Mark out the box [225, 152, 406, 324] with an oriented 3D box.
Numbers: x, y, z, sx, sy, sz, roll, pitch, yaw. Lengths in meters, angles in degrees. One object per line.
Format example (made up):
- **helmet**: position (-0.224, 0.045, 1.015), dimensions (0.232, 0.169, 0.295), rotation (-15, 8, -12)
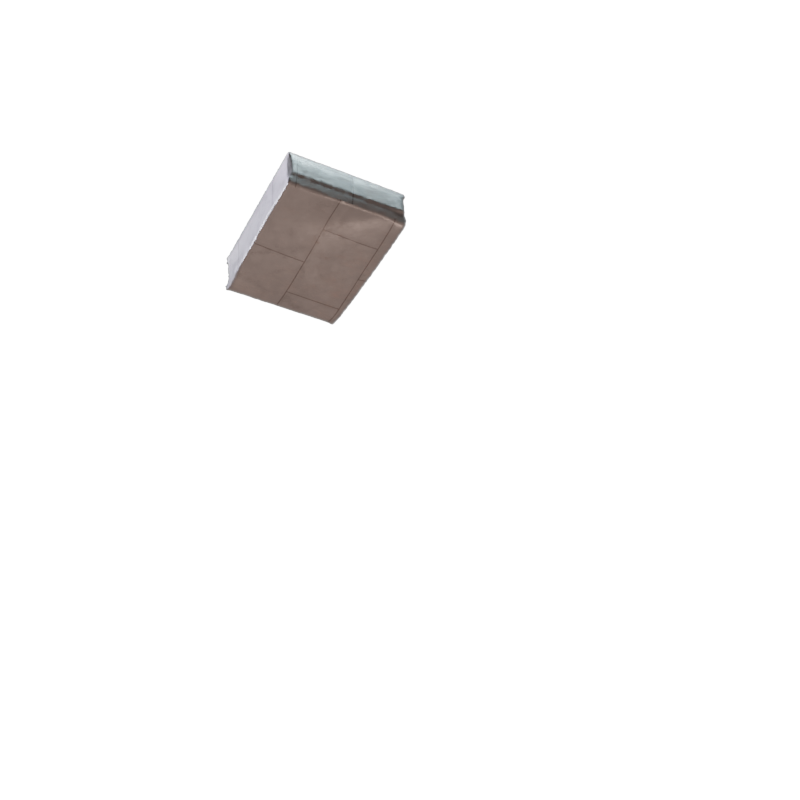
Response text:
- **box**: position (-0.061, -0.111, 0.777), dimensions (0.087, 0.042, 0.109), rotation (20, -50, -19)
